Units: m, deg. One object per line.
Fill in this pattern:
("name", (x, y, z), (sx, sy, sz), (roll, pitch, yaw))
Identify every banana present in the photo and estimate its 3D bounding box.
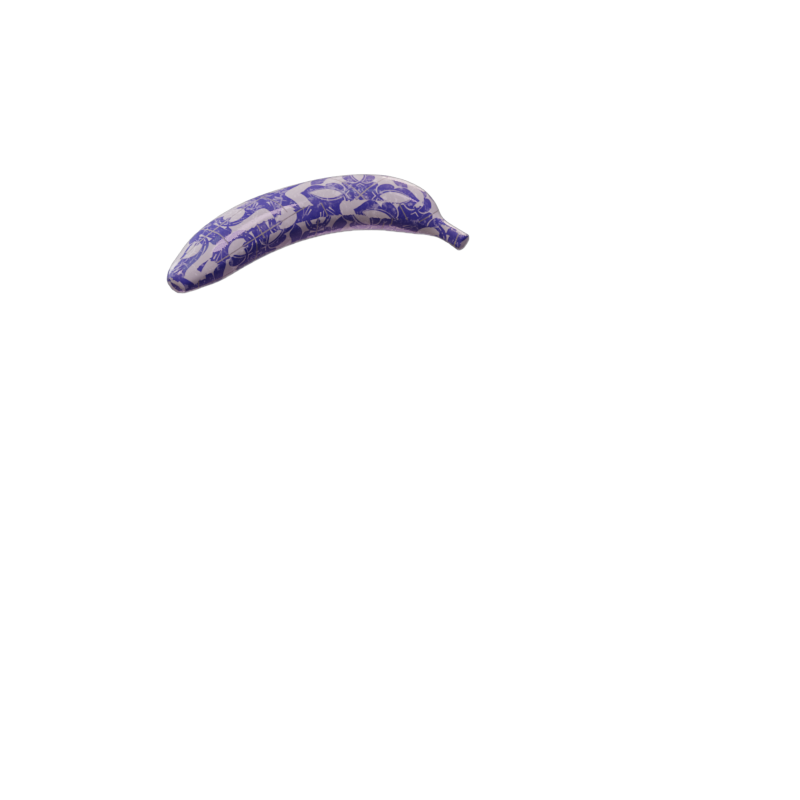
("banana", (-0.058, -0.113, 0.714), (0.195, 0.034, 0.075), (-12, 42, -14))
